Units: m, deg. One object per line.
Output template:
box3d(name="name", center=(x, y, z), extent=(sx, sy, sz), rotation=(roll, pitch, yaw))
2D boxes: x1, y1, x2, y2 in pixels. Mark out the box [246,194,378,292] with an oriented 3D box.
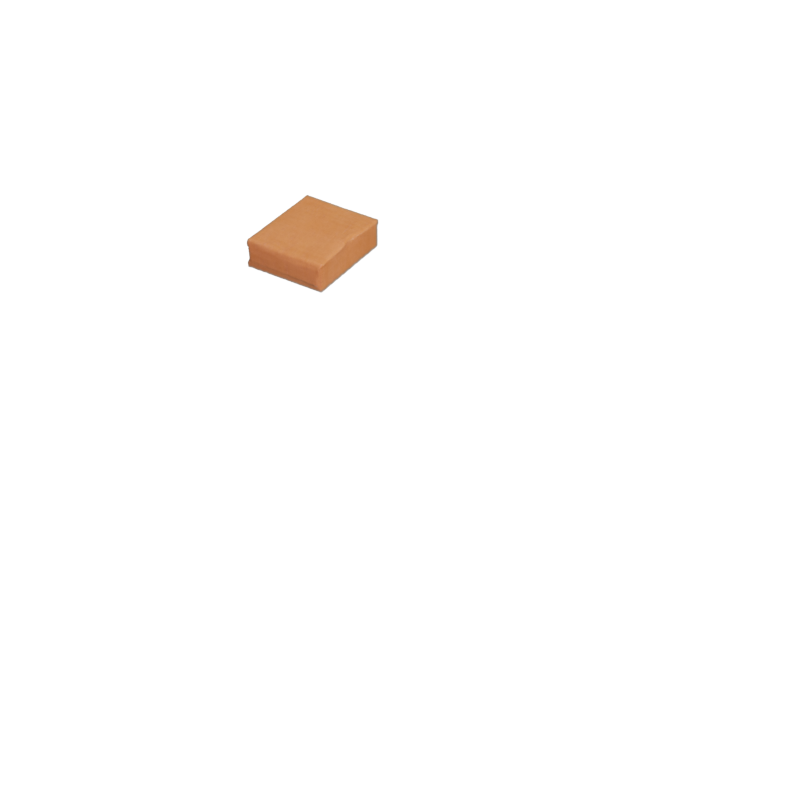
box3d(name="box", center=(-0.071, -0.130, 0.912), extent=(0.077, 0.028, 0.091), rotation=(21, 42, 25))
